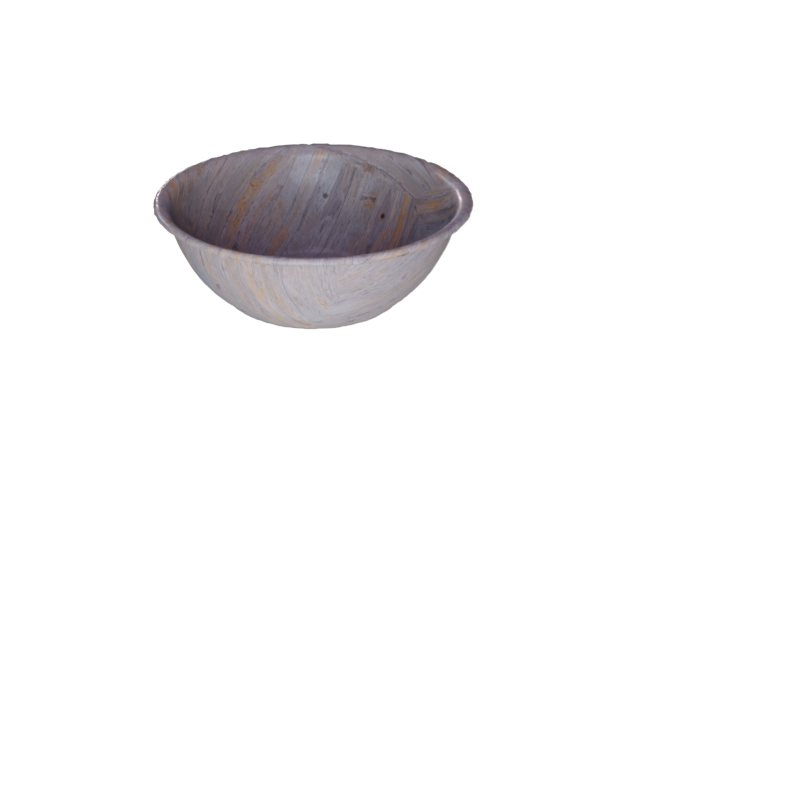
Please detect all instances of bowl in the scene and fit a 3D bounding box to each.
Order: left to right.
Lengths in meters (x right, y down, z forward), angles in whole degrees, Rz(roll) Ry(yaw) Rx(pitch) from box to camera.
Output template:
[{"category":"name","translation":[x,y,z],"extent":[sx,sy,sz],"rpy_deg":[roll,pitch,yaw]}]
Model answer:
[{"category":"bowl","translation":[-0.045,-0.082,0.573],"extent":[0.162,0.052,0.172],"rpy_deg":[-1,30,-2]}]
